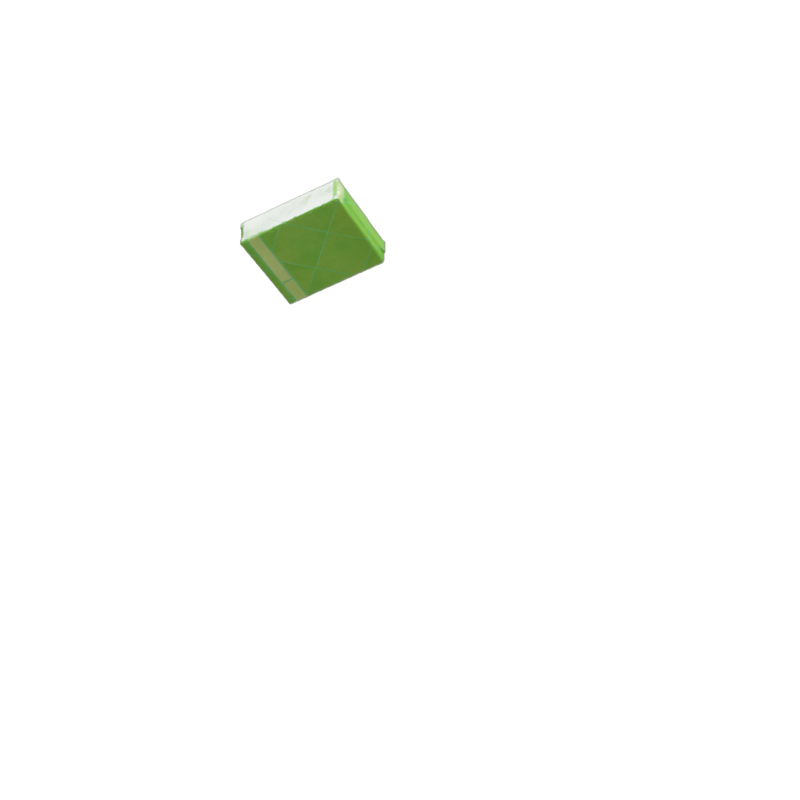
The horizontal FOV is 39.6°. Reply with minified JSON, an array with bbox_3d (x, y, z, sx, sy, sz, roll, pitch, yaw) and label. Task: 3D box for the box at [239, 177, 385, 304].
[{"bbox_3d":[-0.066,-0.121,0.848,0.090,0.032,0.068,-23,-51,19],"label":"box"}]
